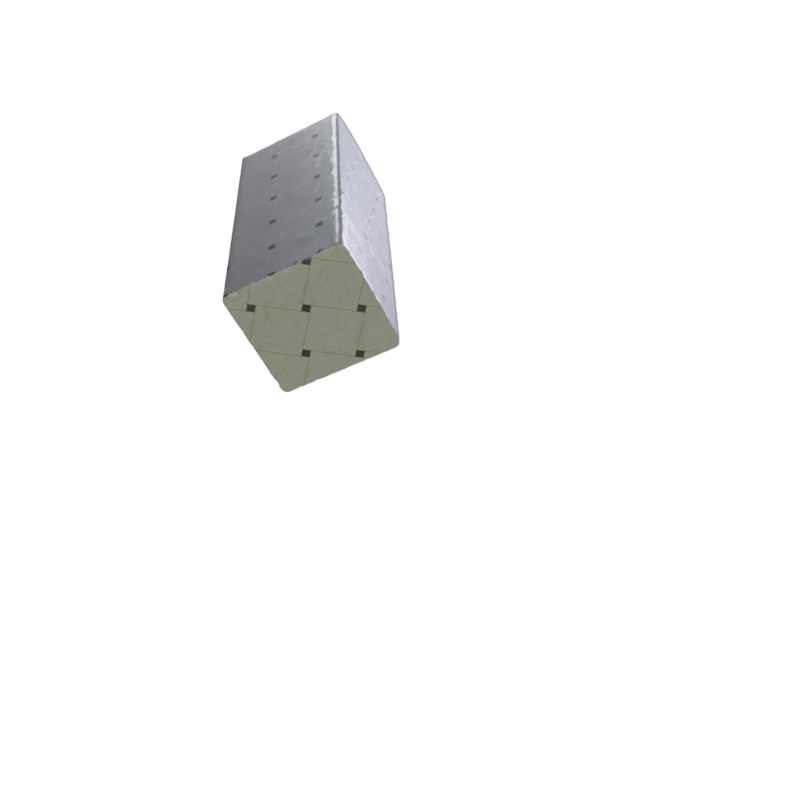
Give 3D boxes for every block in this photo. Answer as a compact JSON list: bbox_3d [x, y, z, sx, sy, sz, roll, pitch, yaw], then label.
[{"bbox_3d":[-0.063,-0.115,0.807,0.091,0.084,0.220,-23,33,12],"label":"block"}]
